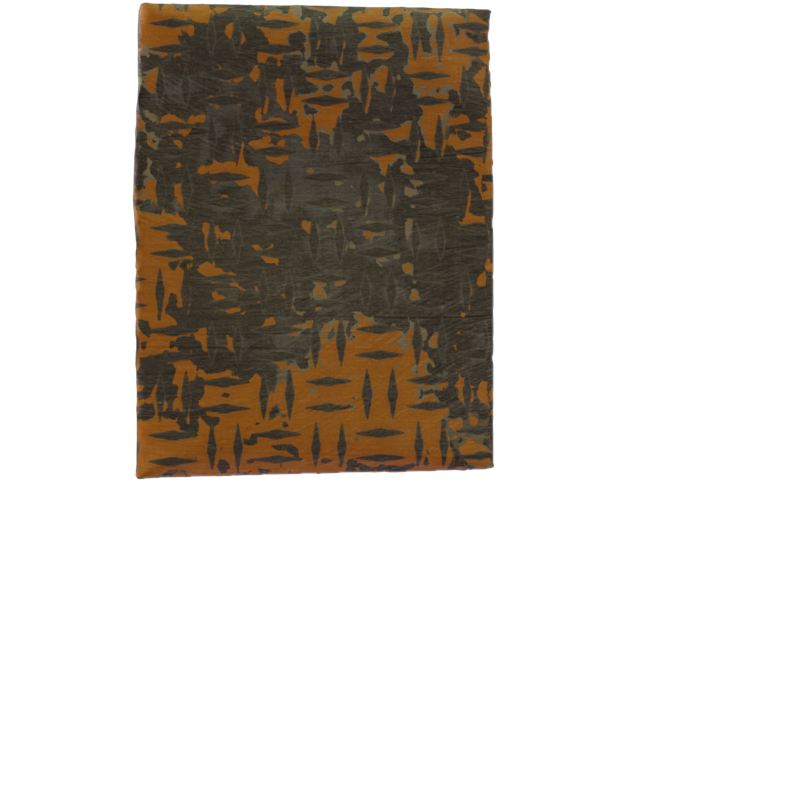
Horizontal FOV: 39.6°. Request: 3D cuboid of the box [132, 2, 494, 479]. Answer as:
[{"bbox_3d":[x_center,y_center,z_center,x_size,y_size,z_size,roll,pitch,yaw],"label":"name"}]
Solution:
[{"bbox_3d":[-0.041,-0.074,0.522,0.163,0.214,0.072,0,-1,-5],"label":"box"}]
